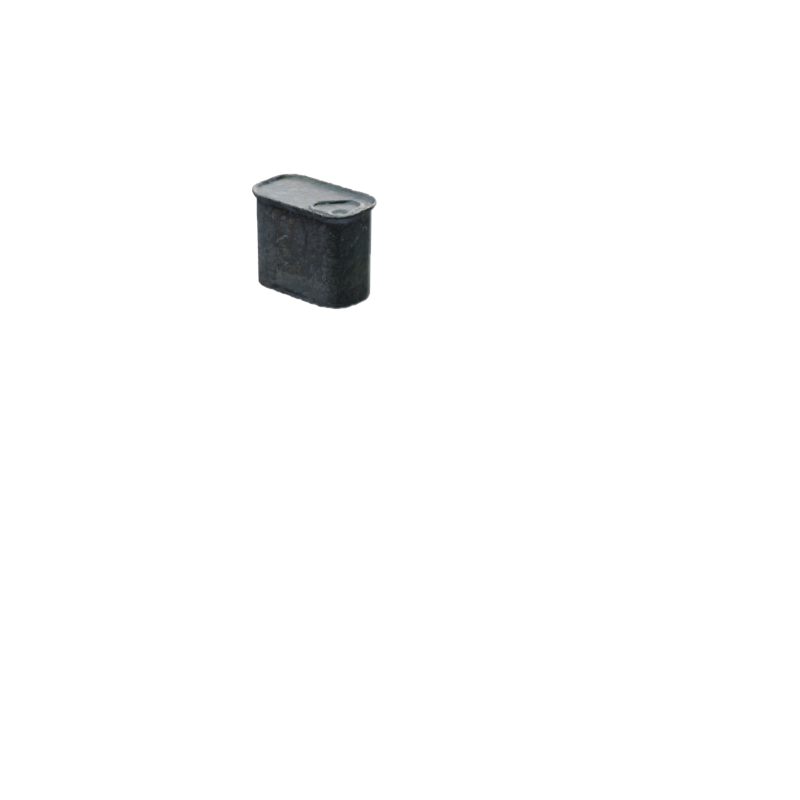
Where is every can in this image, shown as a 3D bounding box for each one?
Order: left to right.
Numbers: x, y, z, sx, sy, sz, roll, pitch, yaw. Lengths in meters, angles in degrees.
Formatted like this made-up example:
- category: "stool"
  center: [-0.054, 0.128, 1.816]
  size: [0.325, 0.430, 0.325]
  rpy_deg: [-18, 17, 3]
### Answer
- category: "can"
  center: [-0.070, -0.128, 0.898]
  size: [0.108, 0.079, 0.057]
  rpy_deg: [21, 33, 33]
